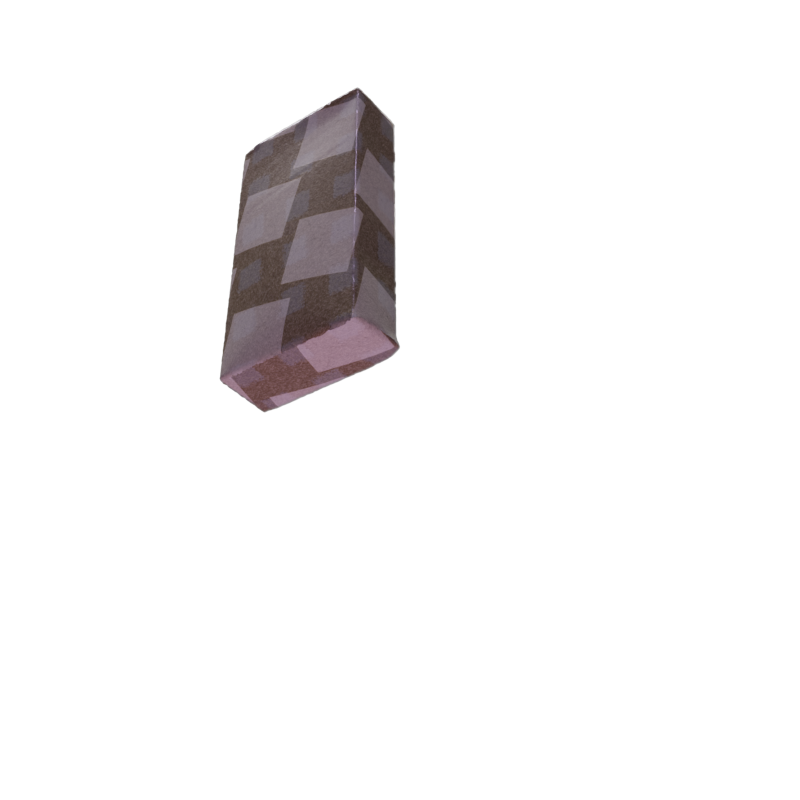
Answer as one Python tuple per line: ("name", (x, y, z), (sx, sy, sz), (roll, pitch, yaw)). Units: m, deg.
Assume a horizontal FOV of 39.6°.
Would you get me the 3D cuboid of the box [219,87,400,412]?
("box", (-0.049, -0.090, 0.627), (0.094, 0.189, 0.045), (-25, -42, 26))
